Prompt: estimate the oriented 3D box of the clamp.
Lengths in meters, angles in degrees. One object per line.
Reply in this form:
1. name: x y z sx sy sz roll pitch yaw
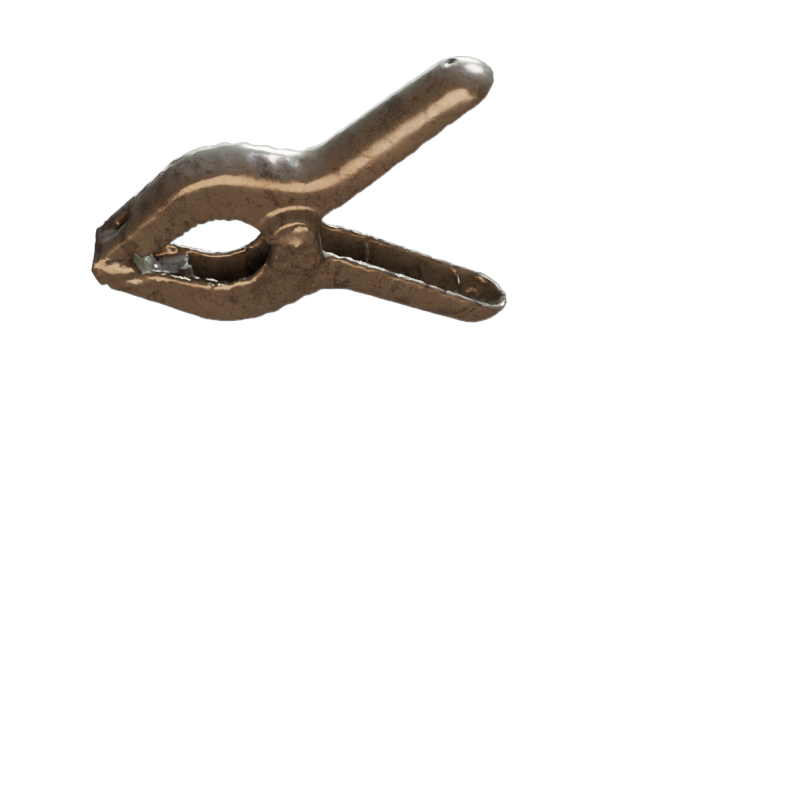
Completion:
1. clamp: -0.035 -0.064 0.451 0.172 0.112 0.042 -14 31 8
